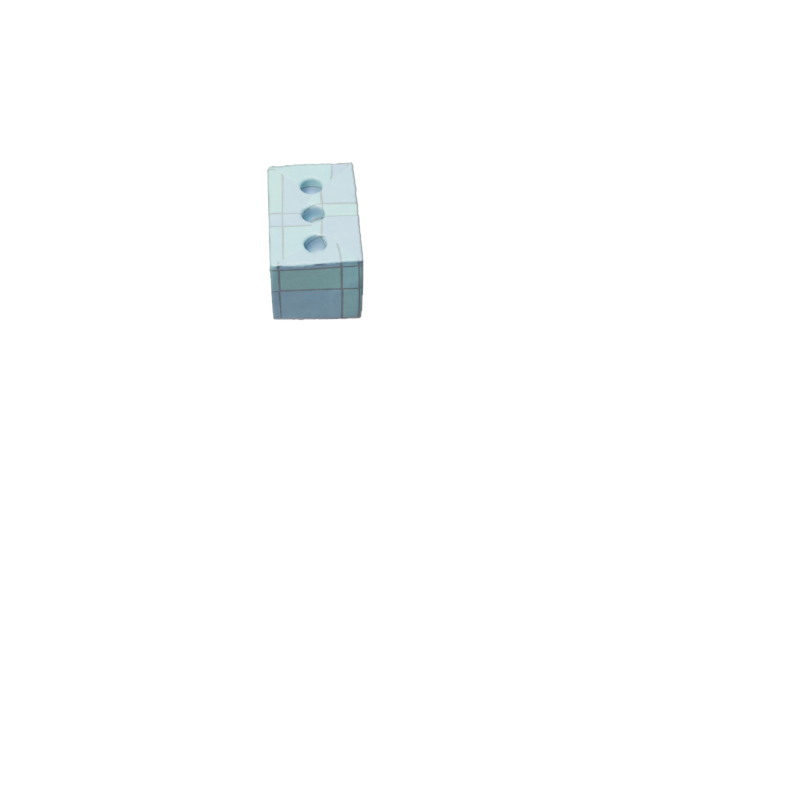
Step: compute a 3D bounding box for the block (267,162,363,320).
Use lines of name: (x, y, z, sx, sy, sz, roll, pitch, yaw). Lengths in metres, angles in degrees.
block: (-0.051, -0.092, 0.646, 0.052, 0.084, 0.048, -3, -37, -5)
